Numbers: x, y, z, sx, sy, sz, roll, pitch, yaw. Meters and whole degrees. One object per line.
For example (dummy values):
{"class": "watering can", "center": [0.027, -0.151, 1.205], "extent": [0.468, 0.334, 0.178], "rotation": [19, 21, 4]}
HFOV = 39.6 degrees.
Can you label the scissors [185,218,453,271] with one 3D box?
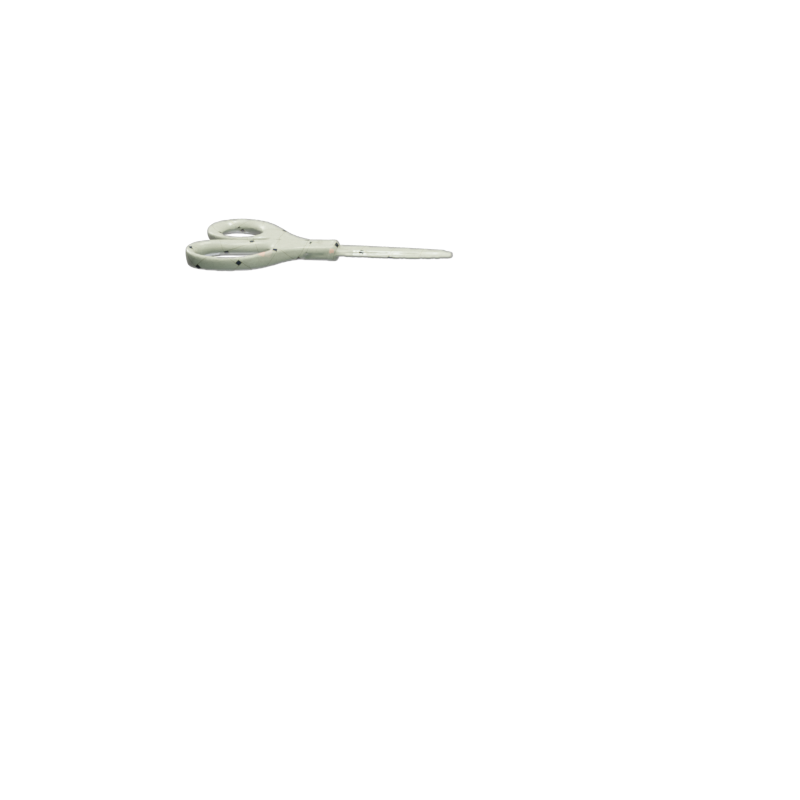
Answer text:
{"class": "scissors", "center": [-0.068, -0.125, 0.874], "extent": [0.199, 0.015, 0.102], "rotation": [-5, 28, -9]}
